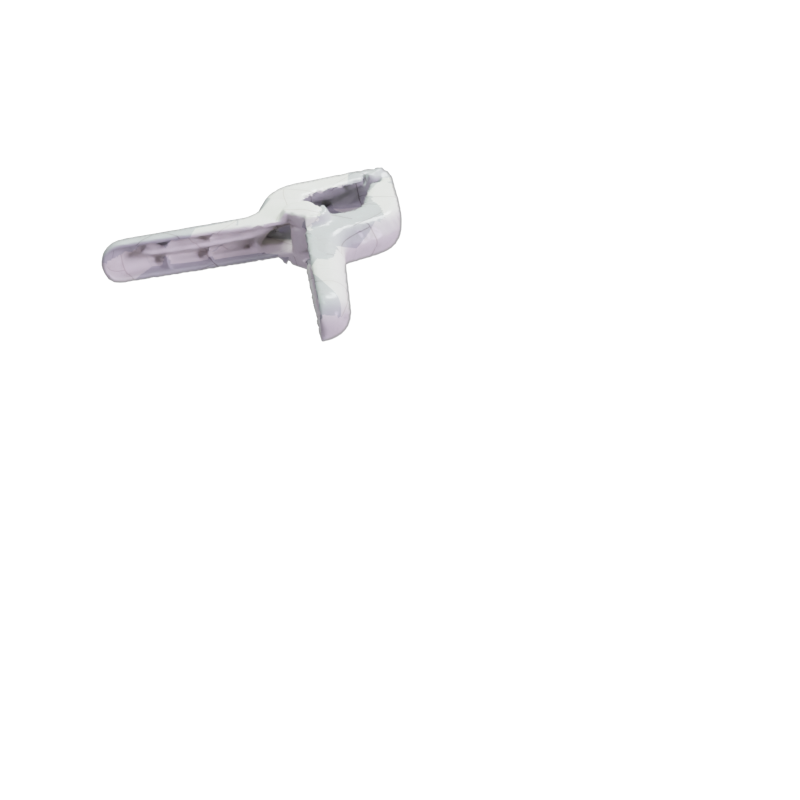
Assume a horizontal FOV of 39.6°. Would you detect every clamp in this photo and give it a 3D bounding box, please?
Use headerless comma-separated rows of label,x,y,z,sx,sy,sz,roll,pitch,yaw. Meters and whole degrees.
clamp,-0.053,-0.097,0.683,0.174,0.034,0.210,20,36,31
